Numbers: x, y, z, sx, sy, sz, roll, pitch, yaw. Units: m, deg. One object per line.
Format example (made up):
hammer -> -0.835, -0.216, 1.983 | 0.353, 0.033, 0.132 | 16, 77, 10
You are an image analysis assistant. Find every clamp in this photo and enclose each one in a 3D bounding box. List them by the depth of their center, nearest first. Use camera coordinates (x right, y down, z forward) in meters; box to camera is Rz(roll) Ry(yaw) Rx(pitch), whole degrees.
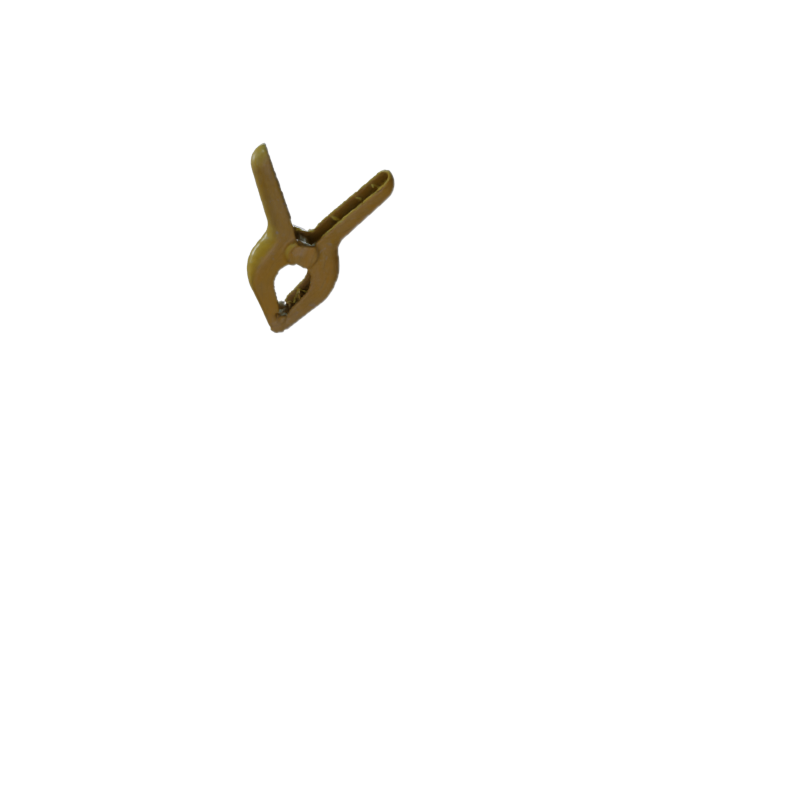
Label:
clamp -> -0.073, -0.134, 0.936 | 0.119, 0.162, 0.042 | 7, 33, -5
